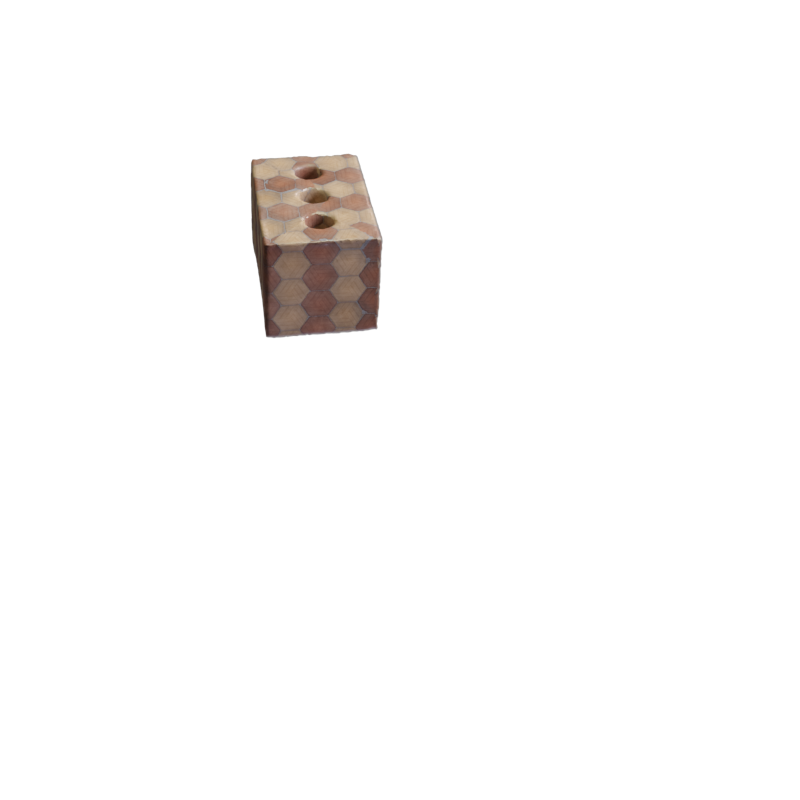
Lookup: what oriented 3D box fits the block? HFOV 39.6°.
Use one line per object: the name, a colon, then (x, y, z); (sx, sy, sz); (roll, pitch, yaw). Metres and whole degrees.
block: (-0.040, -0.073, 0.511); (0.052, 0.048, 0.084); (-5, 38, -8)
